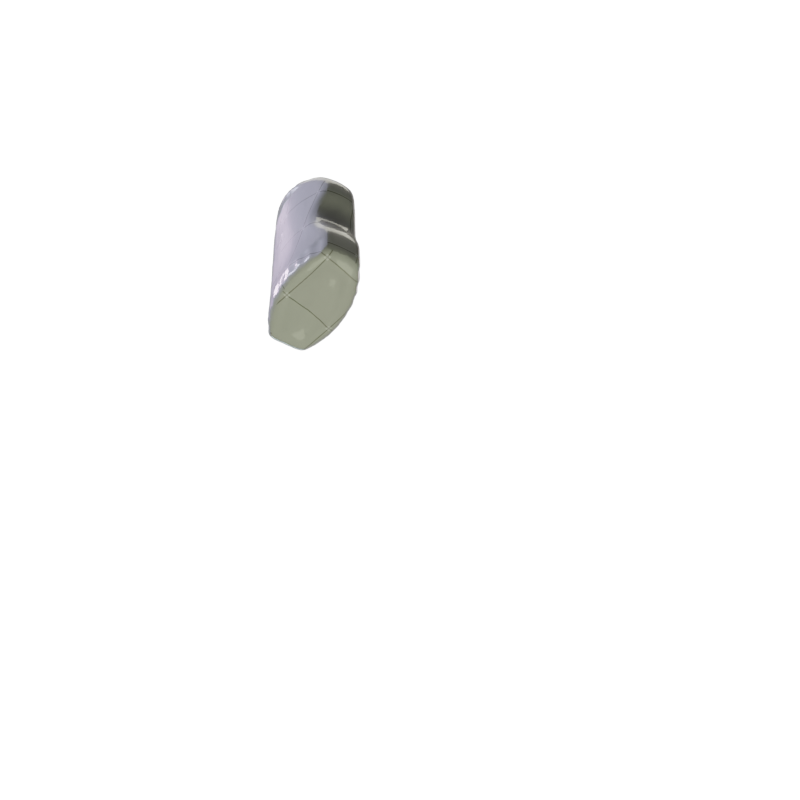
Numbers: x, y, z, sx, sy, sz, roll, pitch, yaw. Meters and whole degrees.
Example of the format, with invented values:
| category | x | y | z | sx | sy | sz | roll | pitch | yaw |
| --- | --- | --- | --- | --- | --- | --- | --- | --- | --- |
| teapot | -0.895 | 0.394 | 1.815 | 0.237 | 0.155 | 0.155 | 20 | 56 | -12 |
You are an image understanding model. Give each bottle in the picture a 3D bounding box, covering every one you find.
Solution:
| category | x | y | z | sx | sy | sz | roll | pitch | yaw |
| --- | --- | --- | --- | --- | --- | --- | --- | --- | --- |
| bottle | -0.073 | -0.133 | 0.929 | 0.056 | 0.093 | 0.205 | 23 | 31 | -19 |
